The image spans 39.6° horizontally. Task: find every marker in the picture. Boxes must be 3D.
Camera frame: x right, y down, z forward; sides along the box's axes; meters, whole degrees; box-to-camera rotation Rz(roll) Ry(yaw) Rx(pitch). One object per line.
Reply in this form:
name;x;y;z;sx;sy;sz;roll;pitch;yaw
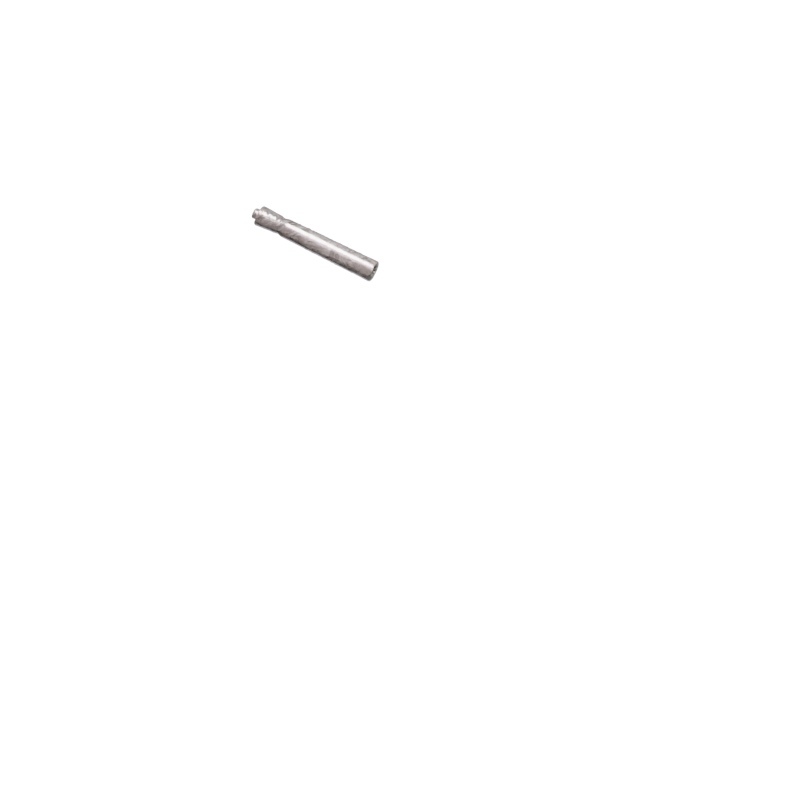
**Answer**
marker;-0.076;-0.138;0.970;0.125;0.019;0.019;28;10;14
